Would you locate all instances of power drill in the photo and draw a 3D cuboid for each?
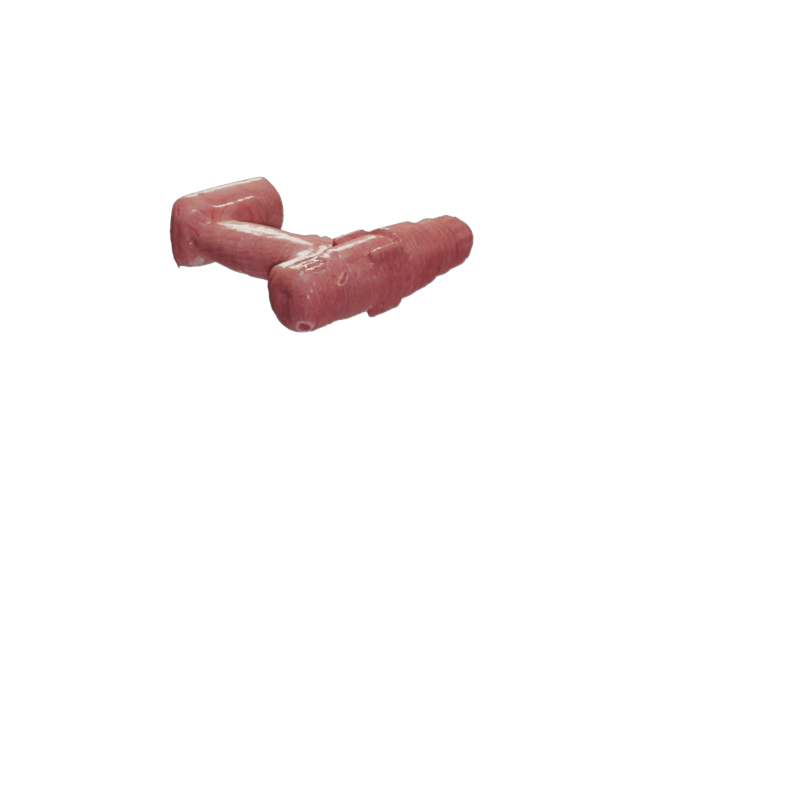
[{"bbox_3d":[-0.064,-0.117,0.817,0.199,0.055,0.182,22,33,39],"label":"power drill"}]
